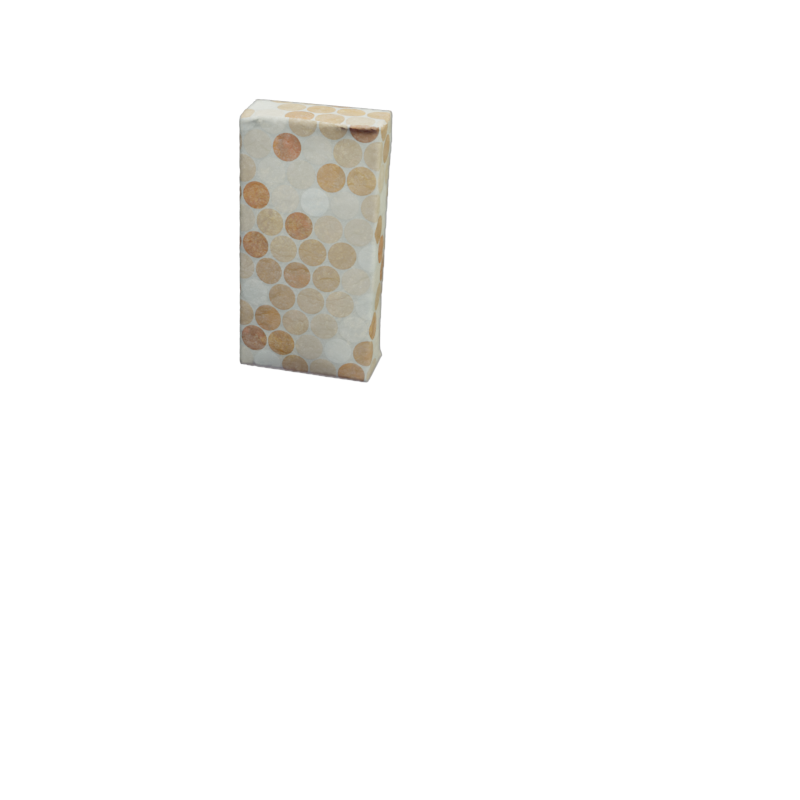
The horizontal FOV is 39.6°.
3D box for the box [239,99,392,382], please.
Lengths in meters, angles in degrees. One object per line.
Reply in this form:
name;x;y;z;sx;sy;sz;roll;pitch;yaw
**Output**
box;-0.057;-0.103;0.722;0.095;0.167;0.050;8;26;12
